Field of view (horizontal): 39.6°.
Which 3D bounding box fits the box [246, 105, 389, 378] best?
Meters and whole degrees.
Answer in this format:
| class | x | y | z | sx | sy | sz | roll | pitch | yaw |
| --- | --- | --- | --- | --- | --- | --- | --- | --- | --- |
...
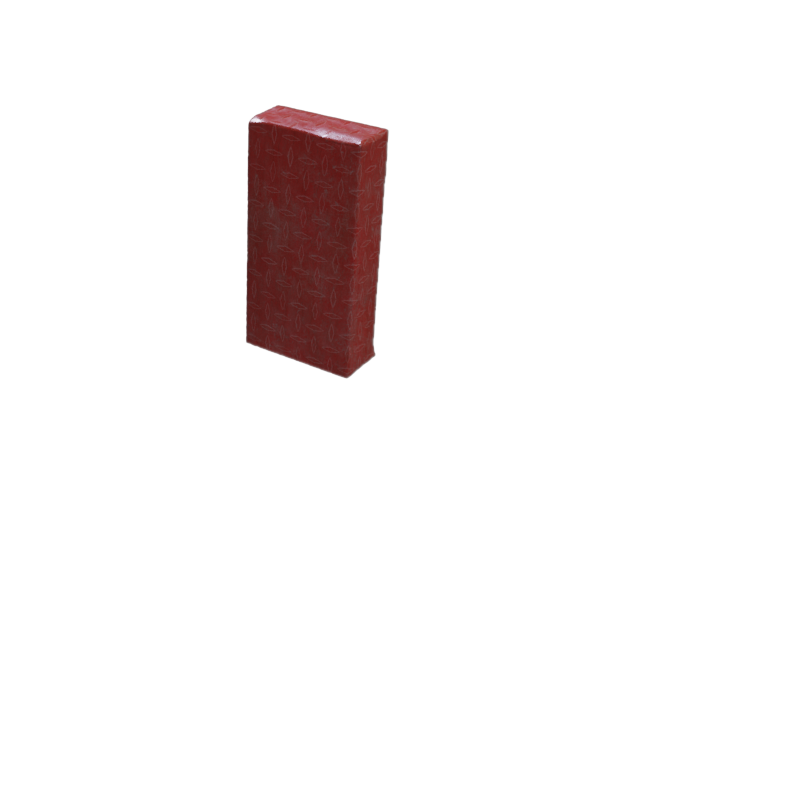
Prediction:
| class | x | y | z | sx | sy | sz | roll | pitch | yaw |
| --- | --- | --- | --- | --- | --- | --- | --- | --- | --- |
| box | -0.061 | -0.111 | 0.780 | 0.098 | 0.166 | 0.048 | 18 | 31 | 27 |
